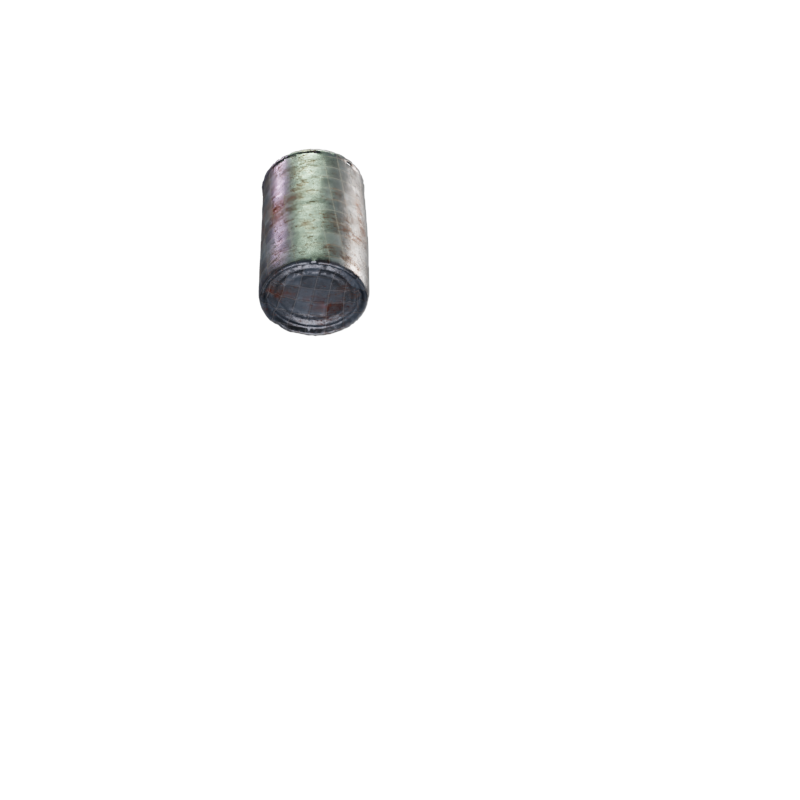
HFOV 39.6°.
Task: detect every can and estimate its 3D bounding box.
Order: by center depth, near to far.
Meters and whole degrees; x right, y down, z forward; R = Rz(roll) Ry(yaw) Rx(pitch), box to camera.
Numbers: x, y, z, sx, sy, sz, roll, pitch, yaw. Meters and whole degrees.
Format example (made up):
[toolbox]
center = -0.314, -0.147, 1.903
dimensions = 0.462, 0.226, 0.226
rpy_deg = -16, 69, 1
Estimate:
[can]
center = -0.055, -0.099, 0.696
dimensions = 0.068, 0.110, 0.064
rpy_deg = -1, -42, -3
